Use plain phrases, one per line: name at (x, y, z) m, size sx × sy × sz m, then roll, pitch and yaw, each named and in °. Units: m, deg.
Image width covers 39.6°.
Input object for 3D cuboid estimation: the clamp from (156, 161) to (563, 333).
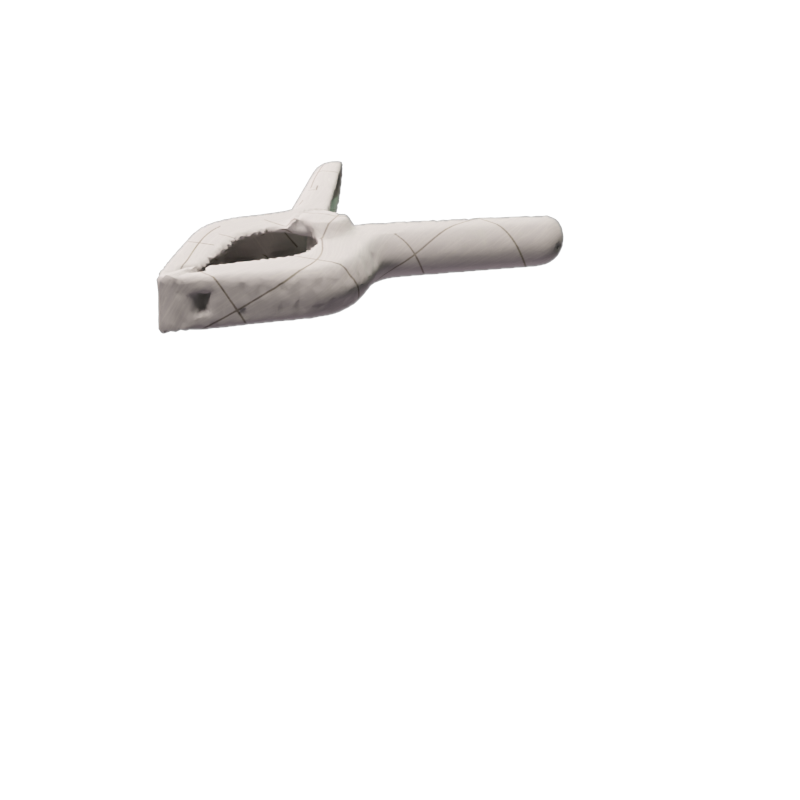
clamp at (-0.044, -0.080, 0.563) m, size 0.207 × 0.035 × 0.175 m, roll -22°, pitch 34°, yaw -37°
